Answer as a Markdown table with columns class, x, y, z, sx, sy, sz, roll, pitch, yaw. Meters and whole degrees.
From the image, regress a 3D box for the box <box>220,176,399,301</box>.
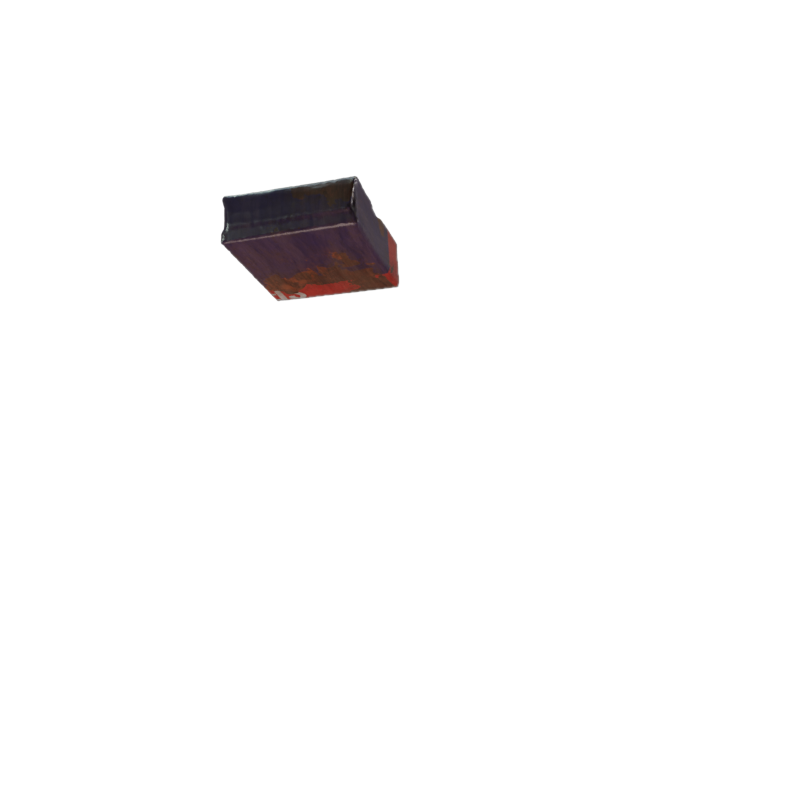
| class | x | y | z | sx | sy | sz | roll | pitch | yaw |
| --- | --- | --- | --- | --- | --- | --- | --- | --- | --- |
| box | -0.047 | -0.085 | 0.595 | 0.074 | 0.032 | 0.083 | -6 | -20 | 15 |
